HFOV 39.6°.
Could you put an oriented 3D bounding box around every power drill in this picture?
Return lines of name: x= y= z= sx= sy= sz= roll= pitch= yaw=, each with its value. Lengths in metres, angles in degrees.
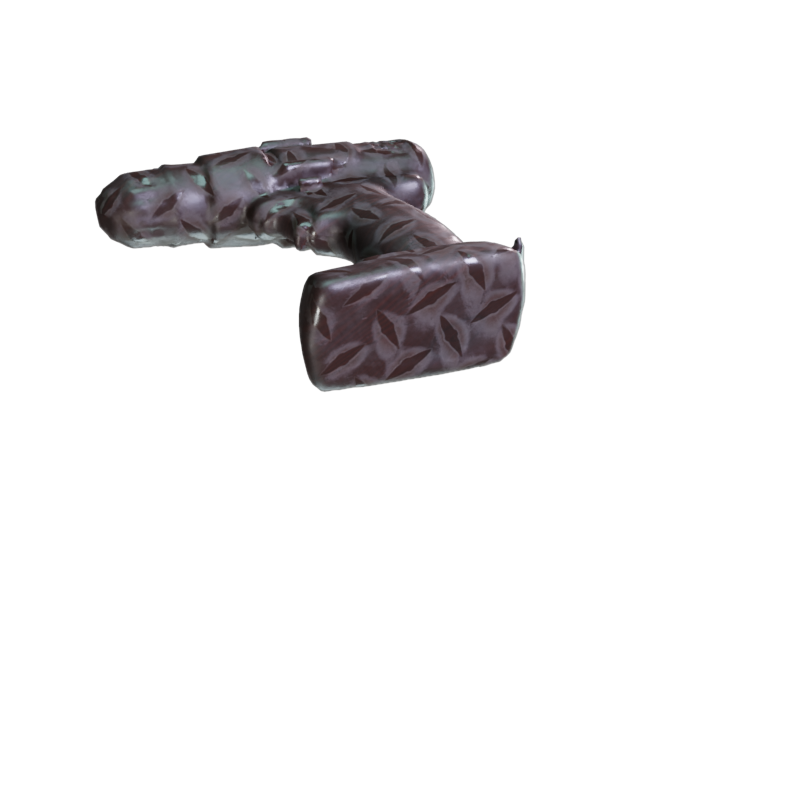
power drill: x=-0.042 y=-0.076 z=0.534 sx=0.181 sy=0.054 sz=0.202 roll=-12 pitch=34 yaw=-19
